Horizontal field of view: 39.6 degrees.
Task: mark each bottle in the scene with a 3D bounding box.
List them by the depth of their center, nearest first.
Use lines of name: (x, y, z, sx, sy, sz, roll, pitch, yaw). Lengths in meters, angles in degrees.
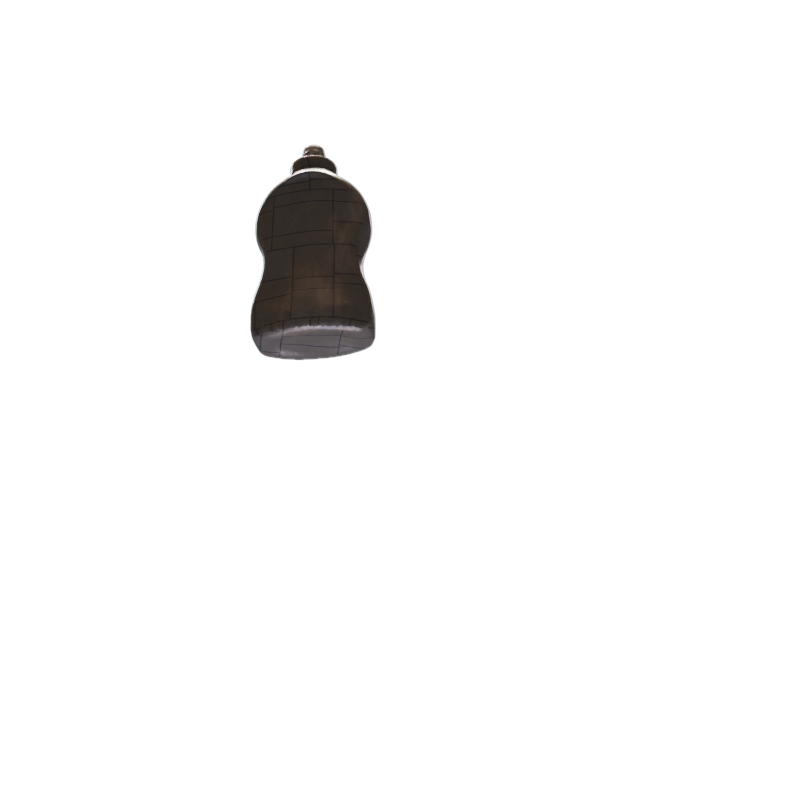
bottle: (-0.071, -0.129, 0.909, 0.097, 0.204, 0.054, -7, -31, 8)
